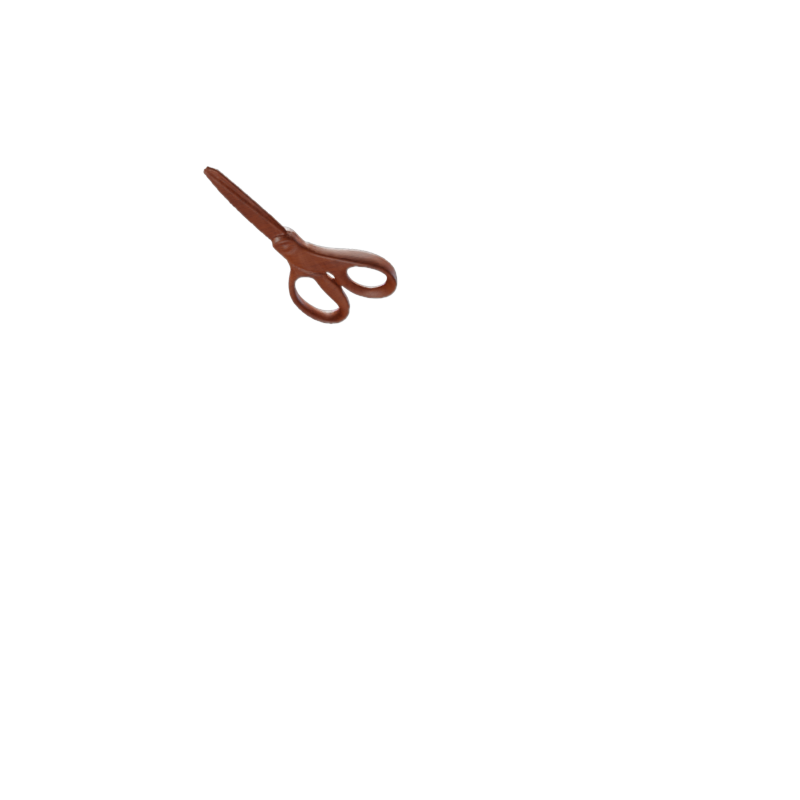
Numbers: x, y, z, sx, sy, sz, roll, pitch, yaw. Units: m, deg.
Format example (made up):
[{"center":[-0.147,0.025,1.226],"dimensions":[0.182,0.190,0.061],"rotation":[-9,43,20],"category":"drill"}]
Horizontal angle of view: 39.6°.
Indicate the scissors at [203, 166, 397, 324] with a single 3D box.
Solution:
[{"center":[-0.065,-0.119,0.833],"dimensions":[0.097,0.017,0.186],"rotation":[-9,-34,14],"category":"scissors"}]
